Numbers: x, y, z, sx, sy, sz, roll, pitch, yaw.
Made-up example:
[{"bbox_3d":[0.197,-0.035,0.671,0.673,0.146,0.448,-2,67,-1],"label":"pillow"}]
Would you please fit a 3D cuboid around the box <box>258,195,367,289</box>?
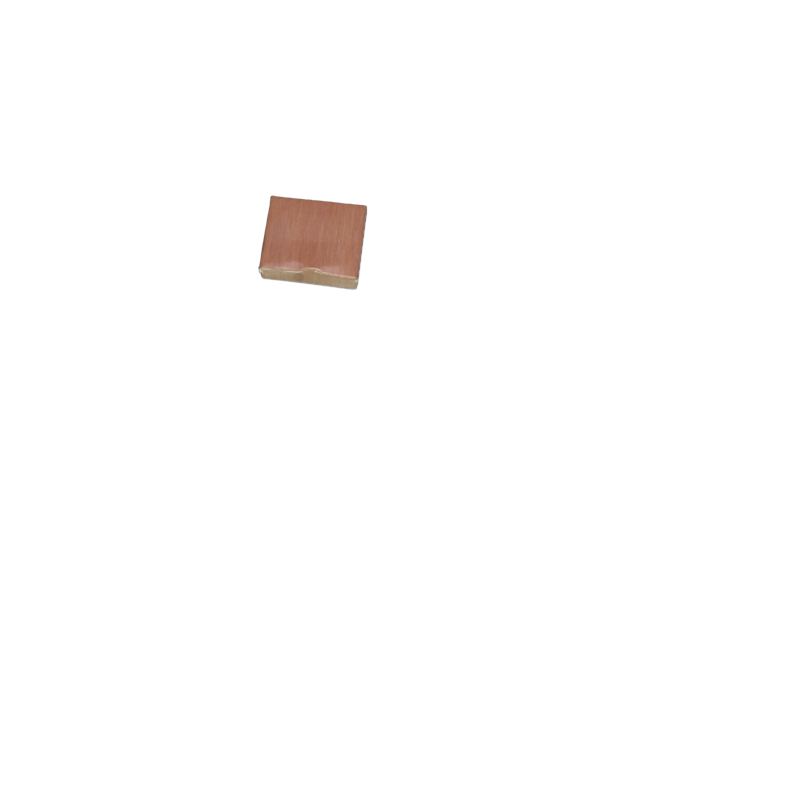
[{"bbox_3d":[-0.078,-0.141,0.991,0.090,0.077,0.029,7,-22,2],"label":"box"}]
